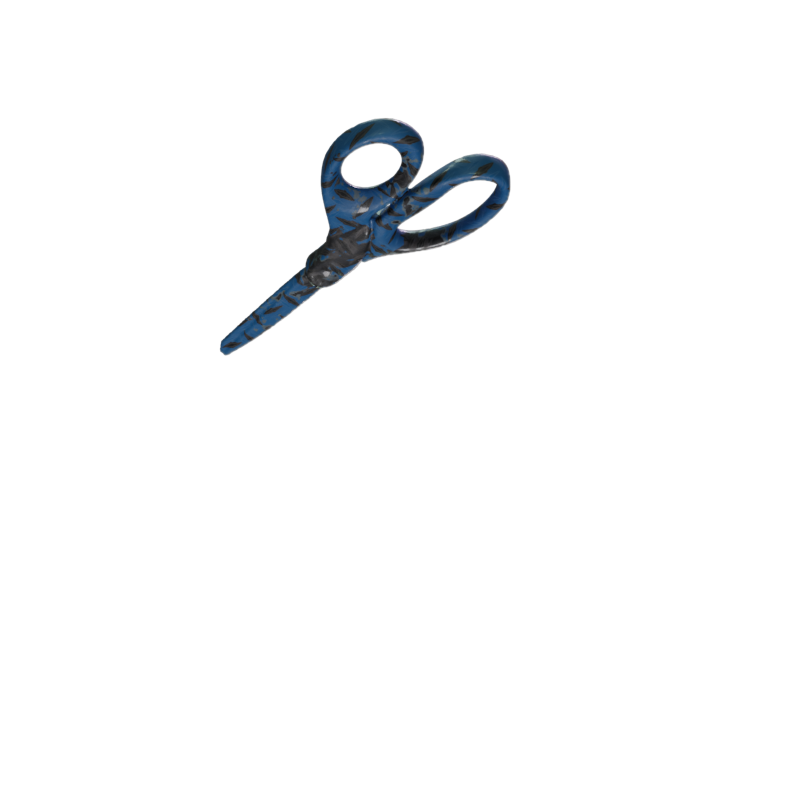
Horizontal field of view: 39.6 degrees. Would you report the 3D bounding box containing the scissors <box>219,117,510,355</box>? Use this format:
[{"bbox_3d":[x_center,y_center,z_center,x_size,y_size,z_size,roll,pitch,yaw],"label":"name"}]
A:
[{"bbox_3d":[-0.043,-0.078,0.547,0.203,0.017,0.089,-22,-40,28],"label":"scissors"}]
